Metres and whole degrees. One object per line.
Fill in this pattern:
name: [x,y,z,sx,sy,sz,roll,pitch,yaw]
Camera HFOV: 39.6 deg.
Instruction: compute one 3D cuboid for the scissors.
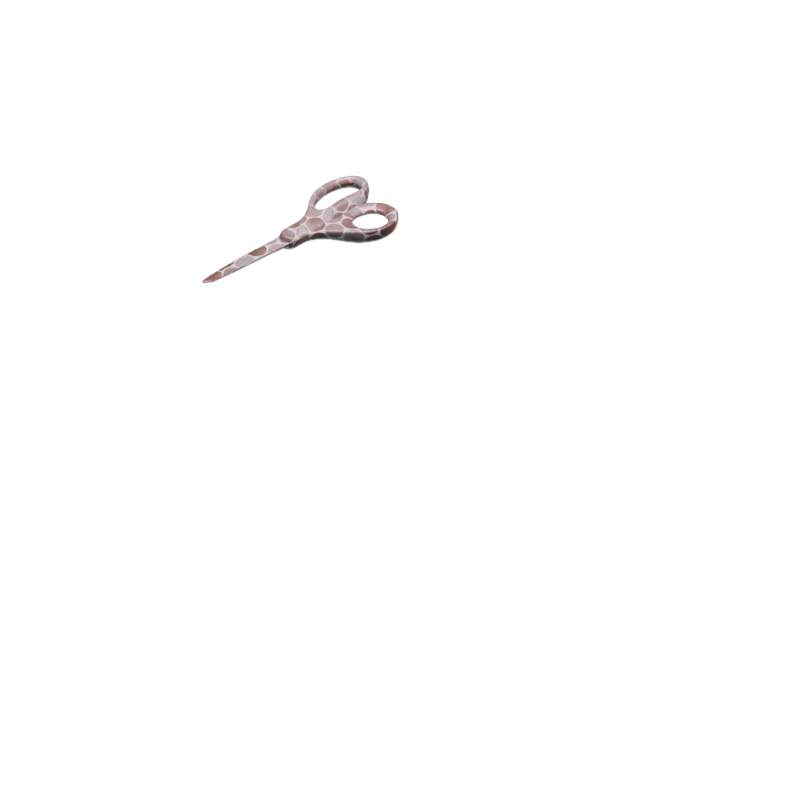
scissors: [-0.078,-0.143,0.999,0.101,0.015,0.206,23,49,22]
